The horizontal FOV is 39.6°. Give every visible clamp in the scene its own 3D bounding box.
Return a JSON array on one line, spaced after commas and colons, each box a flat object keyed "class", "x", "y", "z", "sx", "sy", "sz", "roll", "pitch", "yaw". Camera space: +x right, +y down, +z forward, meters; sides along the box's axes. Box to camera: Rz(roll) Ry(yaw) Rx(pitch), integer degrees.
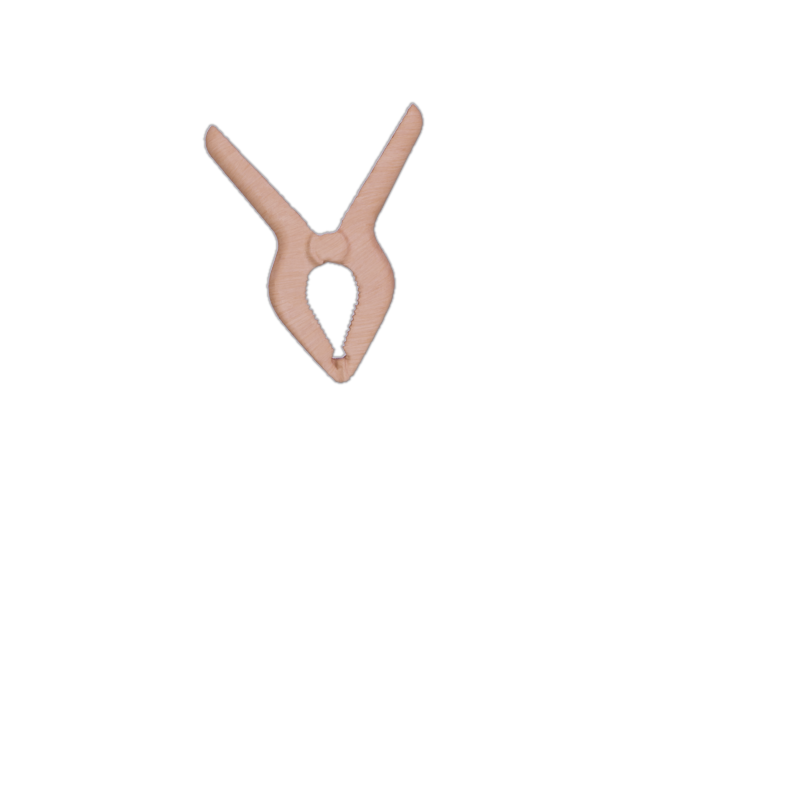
[{"class": "clamp", "x": -0.065, "y": -0.119, "z": 0.833, "sx": 0.164, "sy": 0.211, "sz": 0.036, "roll": 0, "pitch": -3, "yaw": 0}]
